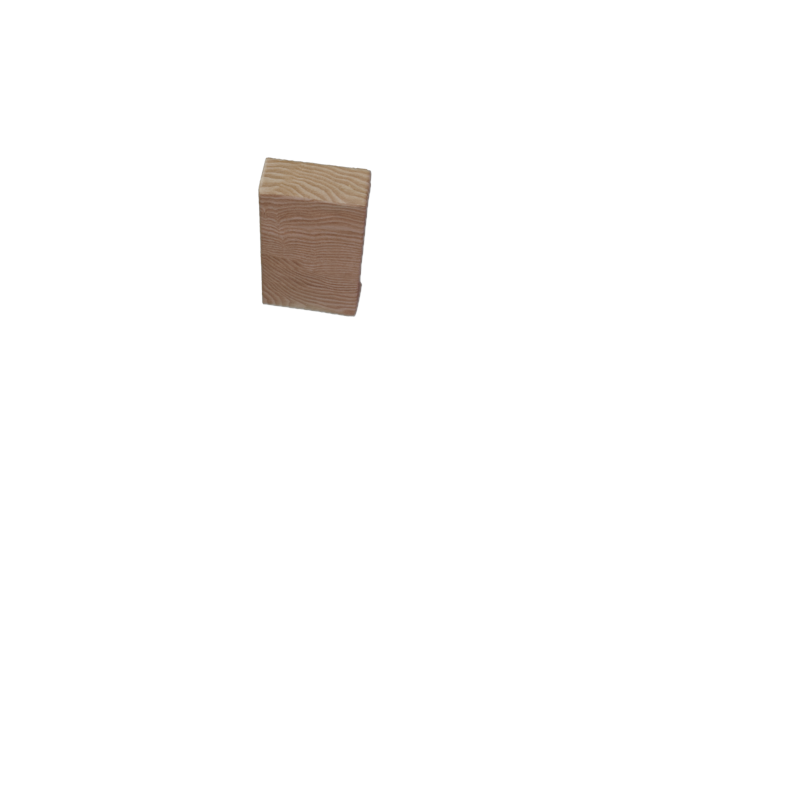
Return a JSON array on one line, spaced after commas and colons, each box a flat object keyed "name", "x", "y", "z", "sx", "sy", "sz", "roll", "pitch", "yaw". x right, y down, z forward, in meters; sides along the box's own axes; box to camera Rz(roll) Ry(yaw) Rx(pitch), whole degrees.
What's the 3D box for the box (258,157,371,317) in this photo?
[{"name": "box", "x": -0.078, "y": -0.141, "z": 0.988, "sx": 0.094, "sy": 0.051, "sz": 0.166, "roll": 8, "pitch": -27, "yaw": 1}]
